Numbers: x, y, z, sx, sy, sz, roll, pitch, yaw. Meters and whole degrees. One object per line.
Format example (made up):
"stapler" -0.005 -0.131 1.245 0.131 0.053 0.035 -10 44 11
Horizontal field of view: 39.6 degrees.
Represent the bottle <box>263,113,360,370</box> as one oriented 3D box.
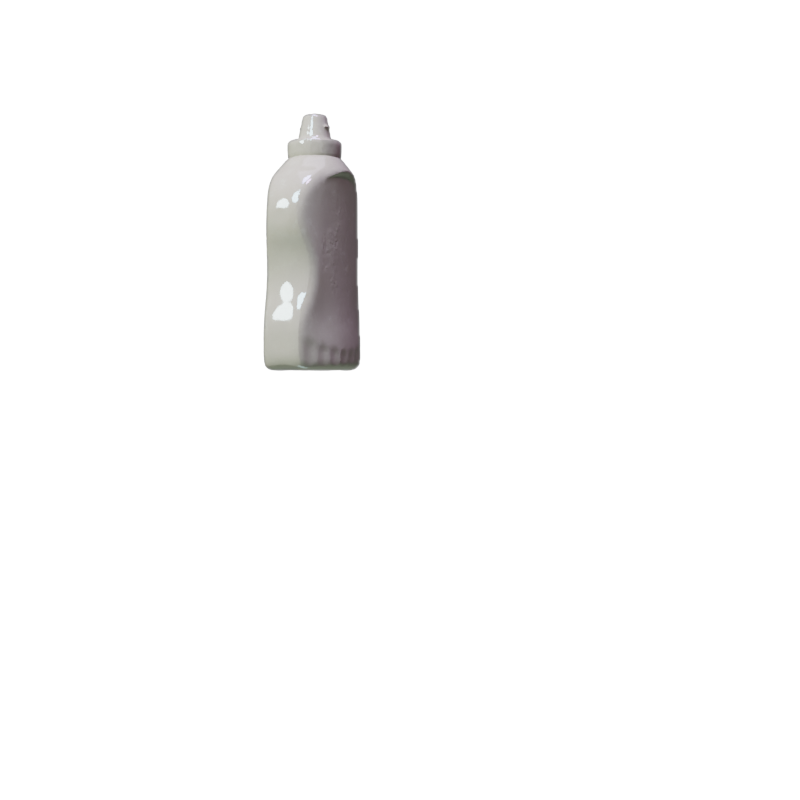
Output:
"bottle" -0.065 -0.119 0.830 0.060 0.194 0.092 -3 -6 28
